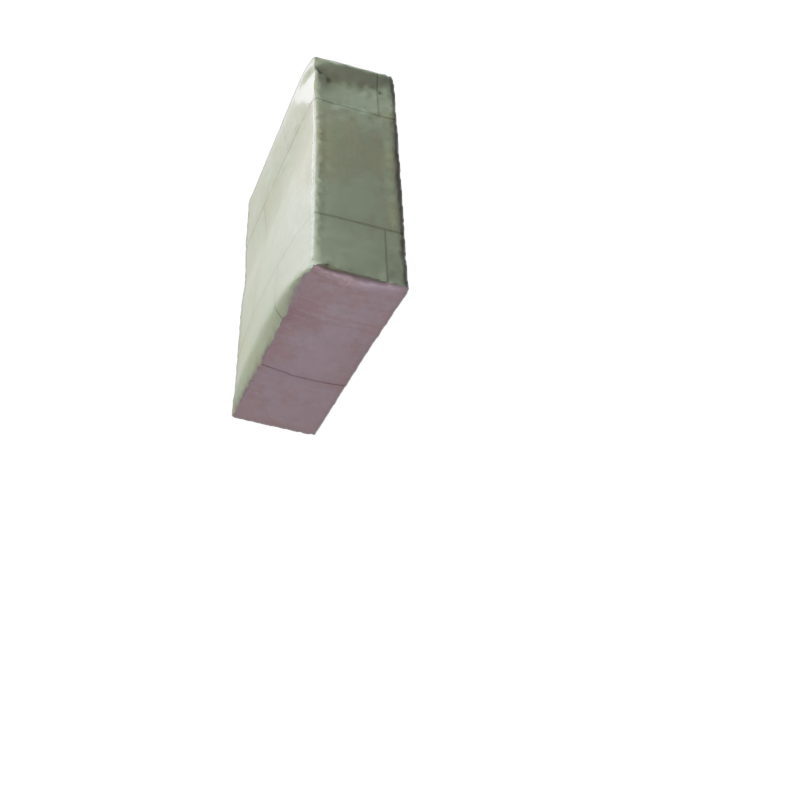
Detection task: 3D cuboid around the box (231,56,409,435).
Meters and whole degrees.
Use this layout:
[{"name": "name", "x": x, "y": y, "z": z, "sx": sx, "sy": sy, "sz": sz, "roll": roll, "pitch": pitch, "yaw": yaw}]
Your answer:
[{"name": "box", "x": -0.061, "y": -0.112, "z": 0.783, "sx": 0.070, "sy": 0.230, "sz": 0.157, "roll": 14, "pitch": -43, "yaw": -19}]
